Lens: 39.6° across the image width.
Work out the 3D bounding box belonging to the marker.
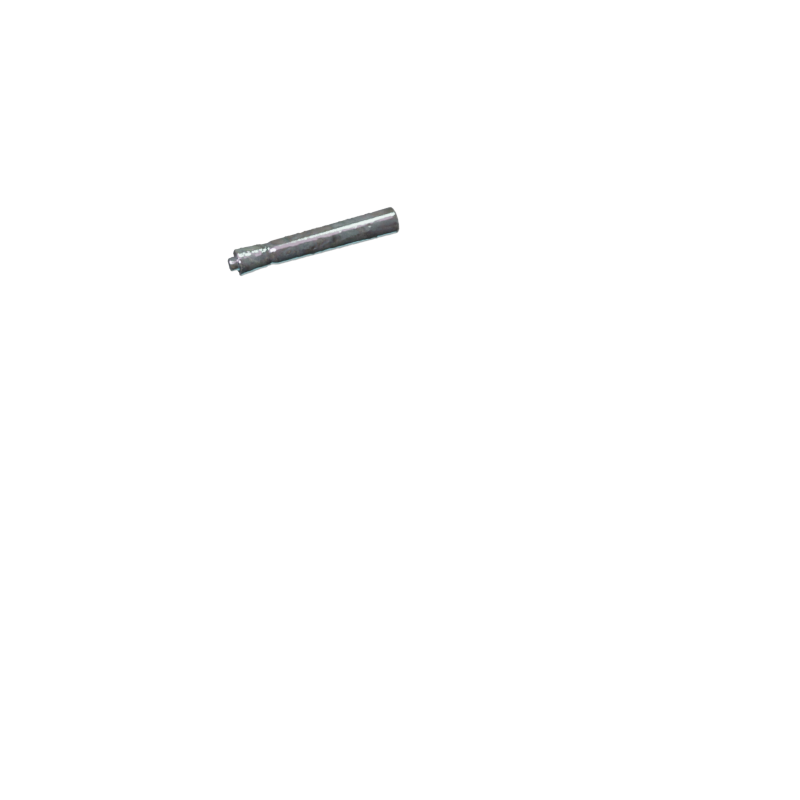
[{"bbox_3d":[-0.060,-0.109,0.762,0.120,0.019,0.020,-17,8,-13],"label":"marker"}]
